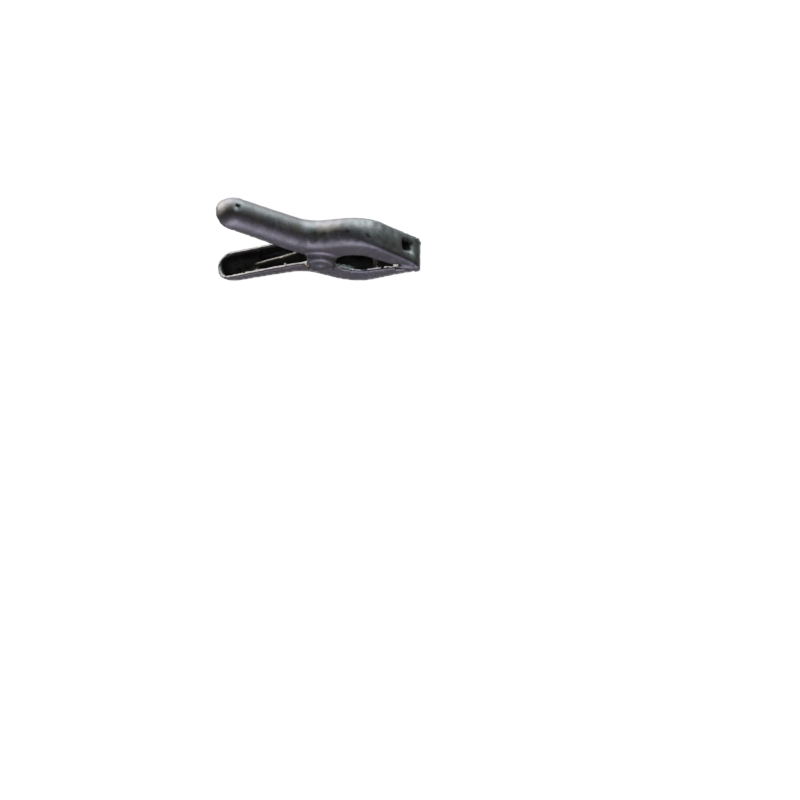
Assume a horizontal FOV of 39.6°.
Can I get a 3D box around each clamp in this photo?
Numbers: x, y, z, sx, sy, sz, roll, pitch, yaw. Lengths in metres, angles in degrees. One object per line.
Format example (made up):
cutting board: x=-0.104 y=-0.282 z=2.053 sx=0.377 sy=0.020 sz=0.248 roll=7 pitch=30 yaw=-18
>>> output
clamp: x=-0.069 y=-0.126 z=0.886 sx=0.172 sy=0.041 sz=0.115 roll=-1 pitch=-13 yaw=4
